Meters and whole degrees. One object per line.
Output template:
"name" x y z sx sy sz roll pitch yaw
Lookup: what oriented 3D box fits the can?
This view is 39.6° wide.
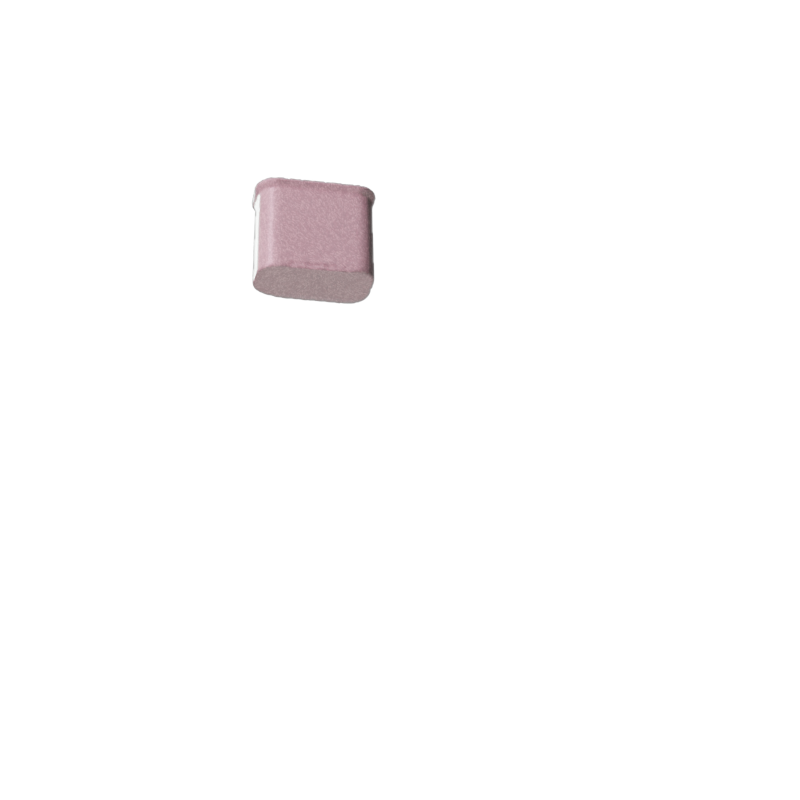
"can" -0.071 -0.130 0.911 0.100 0.089 0.055 4 -29 -10
